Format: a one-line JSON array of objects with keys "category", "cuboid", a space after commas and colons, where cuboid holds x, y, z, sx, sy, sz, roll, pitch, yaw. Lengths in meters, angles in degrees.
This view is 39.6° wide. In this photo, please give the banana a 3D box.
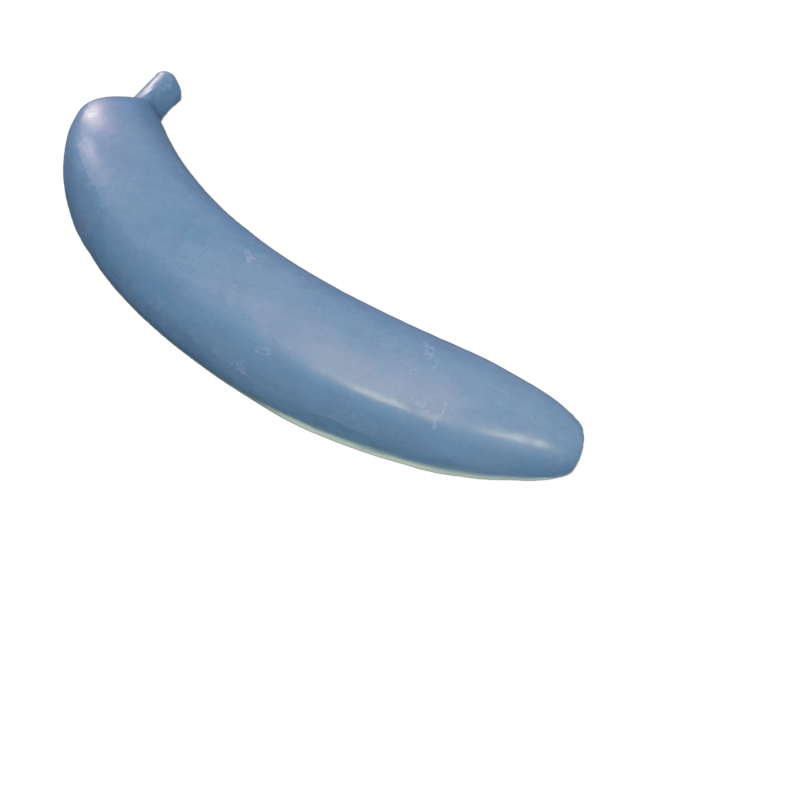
[{"category": "banana", "cuboid": [-0.041, -0.038, 0.309, 0.070, 0.034, 0.212, -31, 57, -24]}]
